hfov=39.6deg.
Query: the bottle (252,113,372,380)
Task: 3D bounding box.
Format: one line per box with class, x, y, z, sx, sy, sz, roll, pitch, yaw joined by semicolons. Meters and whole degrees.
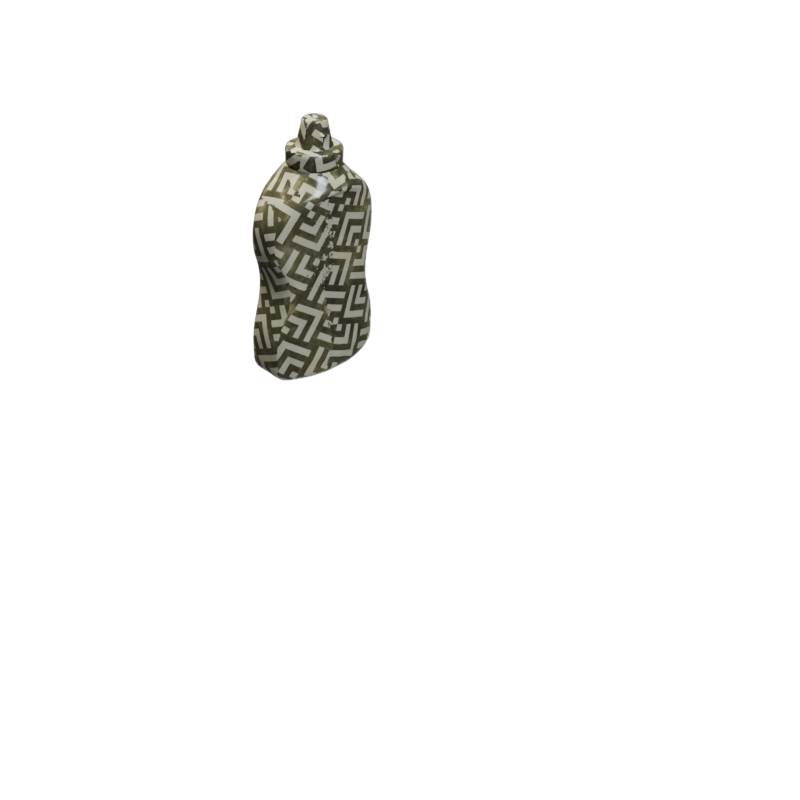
bottle;-0.062;-0.114;0.801;0.095;0.181;0.062;-23;37;-37
